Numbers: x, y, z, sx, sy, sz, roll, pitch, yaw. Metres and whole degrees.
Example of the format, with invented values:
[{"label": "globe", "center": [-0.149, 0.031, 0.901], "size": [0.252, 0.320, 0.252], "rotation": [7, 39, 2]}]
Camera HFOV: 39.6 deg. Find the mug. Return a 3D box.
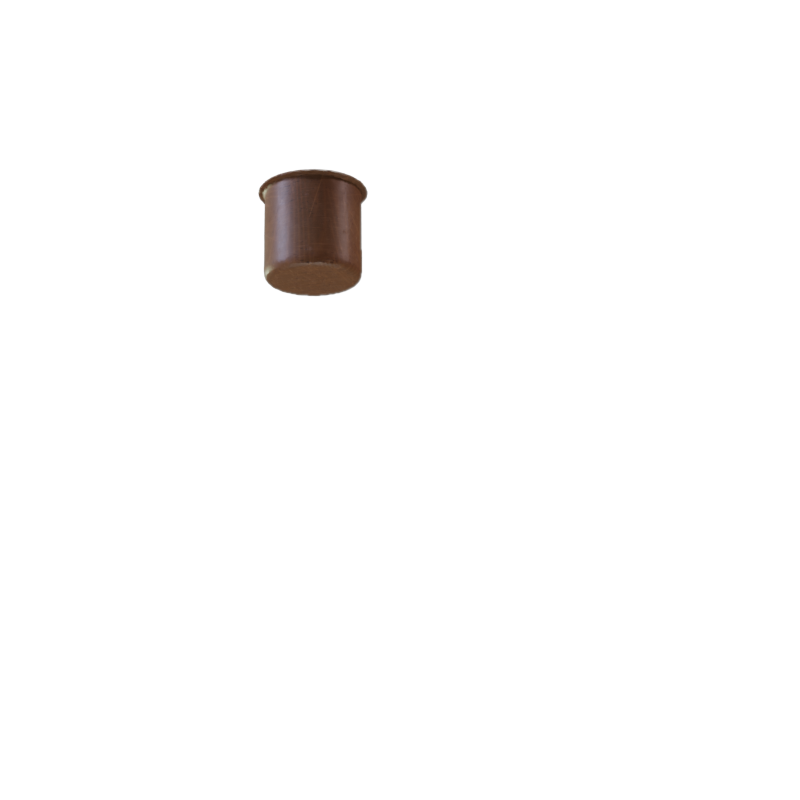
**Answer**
[{"label": "mug", "center": [-0.074, -0.135, 0.942], "size": [0.093, 0.085, 0.112], "rotation": [0, -18, -2]}]
